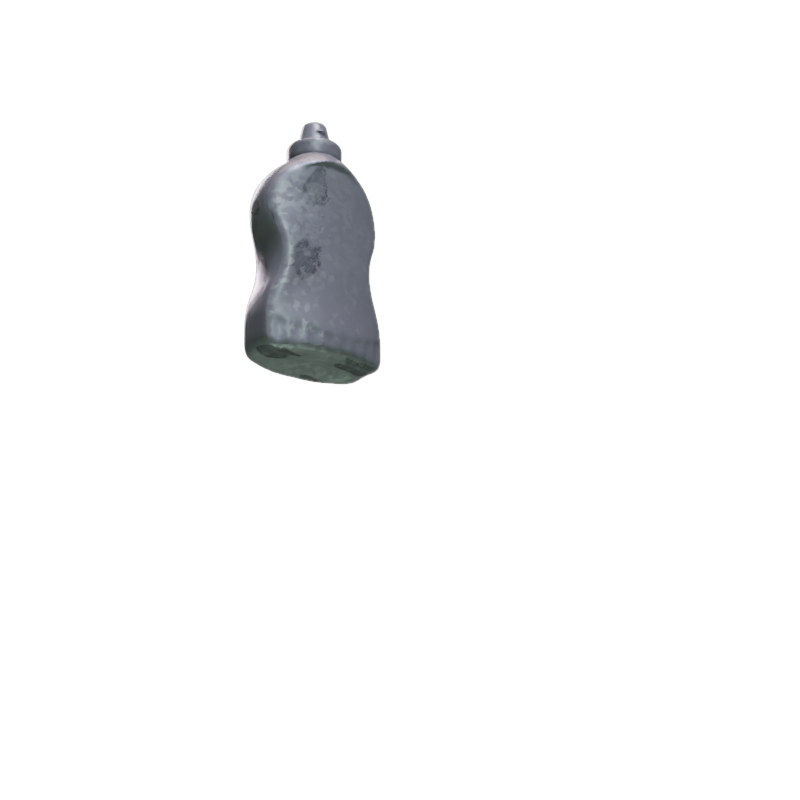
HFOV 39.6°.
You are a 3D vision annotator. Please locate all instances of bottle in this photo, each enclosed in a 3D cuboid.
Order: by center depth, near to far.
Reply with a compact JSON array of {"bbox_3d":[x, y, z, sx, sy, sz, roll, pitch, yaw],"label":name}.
[{"bbox_3d":[-0.062,-0.113,0.789,0.091,0.203,0.058,14,-30,-31],"label":"bottle"}]
